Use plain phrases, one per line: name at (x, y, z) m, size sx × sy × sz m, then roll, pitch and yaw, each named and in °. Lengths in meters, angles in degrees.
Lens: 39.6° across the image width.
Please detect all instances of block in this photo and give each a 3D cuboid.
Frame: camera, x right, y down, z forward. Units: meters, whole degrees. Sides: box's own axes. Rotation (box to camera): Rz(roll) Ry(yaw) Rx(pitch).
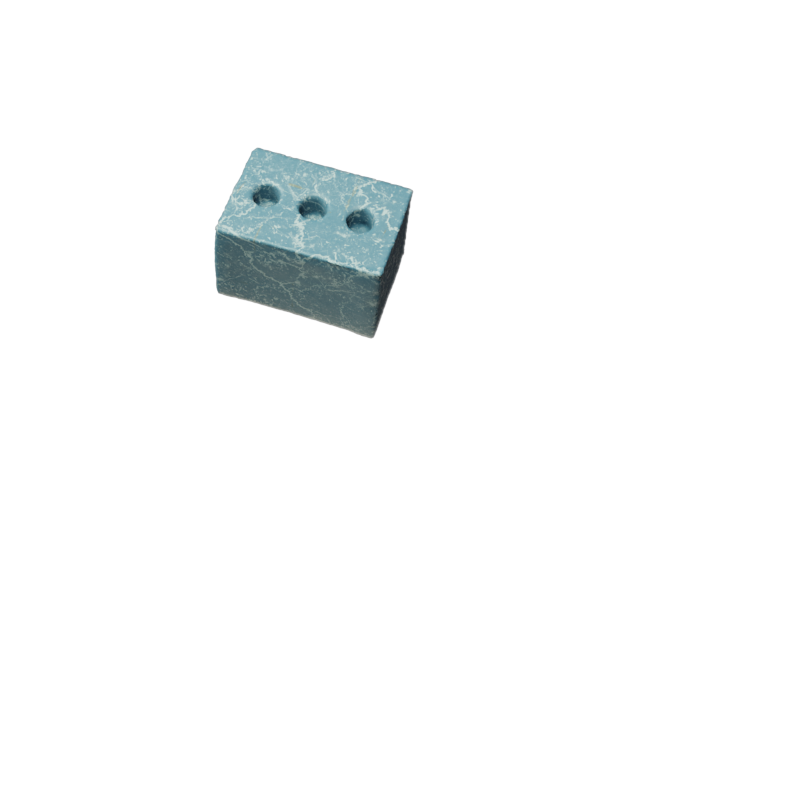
block at (-0.039, -0.072, 0.503) m, size 0.079 × 0.055 × 0.048 m, roll 16°, pitch -32°, yaw 9°
